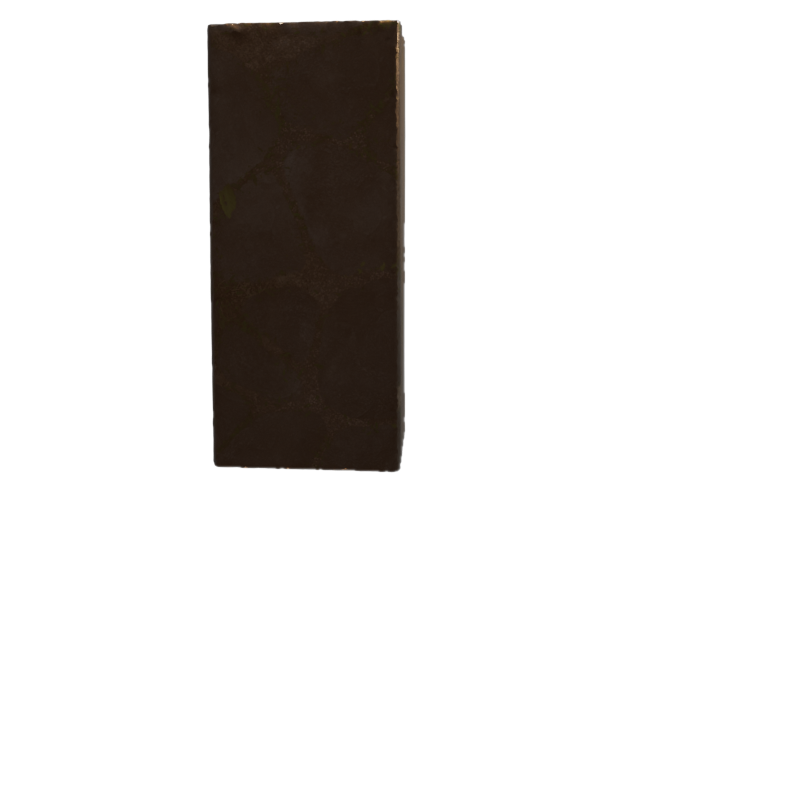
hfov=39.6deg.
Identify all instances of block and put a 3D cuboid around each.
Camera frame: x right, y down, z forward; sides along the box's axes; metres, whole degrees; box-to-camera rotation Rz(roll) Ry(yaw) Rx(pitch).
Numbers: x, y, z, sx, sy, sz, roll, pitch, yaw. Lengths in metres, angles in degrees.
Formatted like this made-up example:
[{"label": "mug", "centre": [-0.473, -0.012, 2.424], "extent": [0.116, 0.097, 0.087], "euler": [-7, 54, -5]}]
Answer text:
[{"label": "block", "centre": [-0.043, -0.078, 0.550], "extent": [0.091, 0.204, 0.091], "euler": [1, 5, 4]}]
